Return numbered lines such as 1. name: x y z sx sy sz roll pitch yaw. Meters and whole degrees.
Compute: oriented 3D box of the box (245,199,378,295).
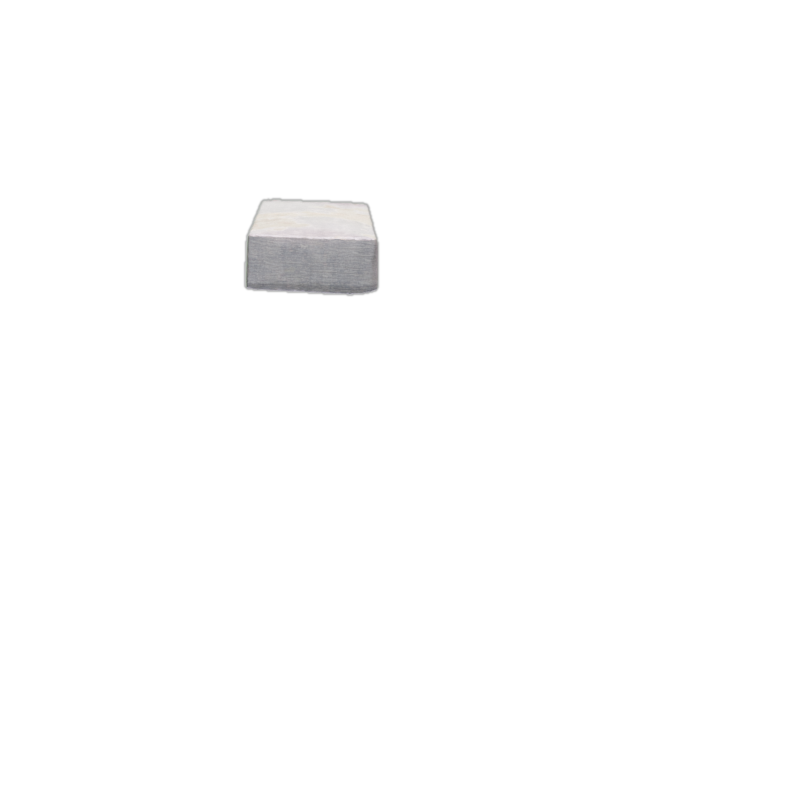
1. box: -0.067 -0.121 0.849 0.093 0.046 0.183 2 19 -4
